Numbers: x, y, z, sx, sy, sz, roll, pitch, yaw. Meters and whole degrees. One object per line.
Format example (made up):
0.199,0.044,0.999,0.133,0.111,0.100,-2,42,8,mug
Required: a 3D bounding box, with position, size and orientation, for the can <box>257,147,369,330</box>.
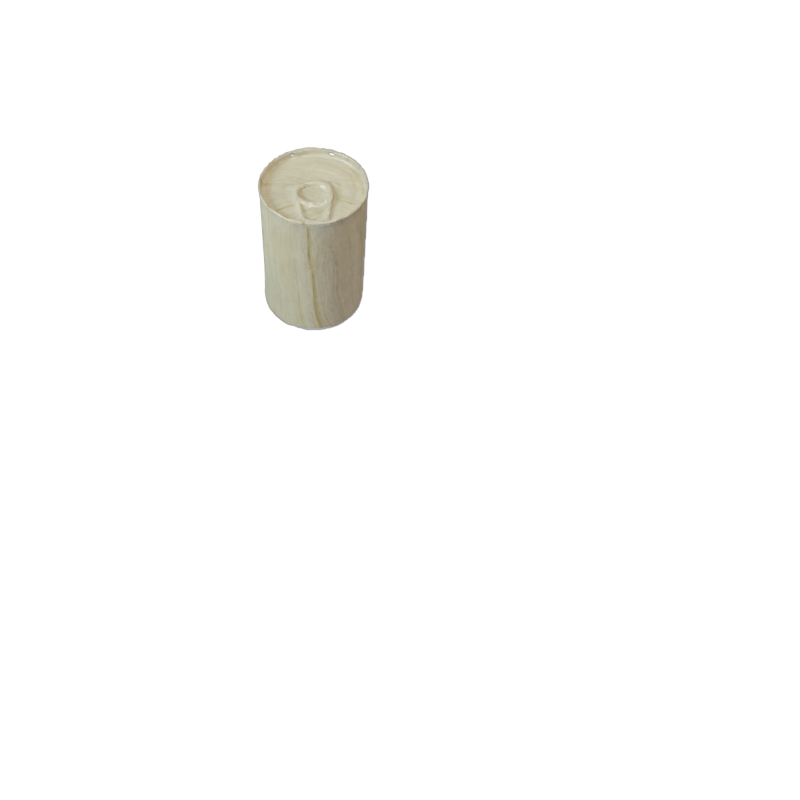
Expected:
-0.056,-0.101,0.711,0.068,0.074,0.095,0,-40,-3,can
